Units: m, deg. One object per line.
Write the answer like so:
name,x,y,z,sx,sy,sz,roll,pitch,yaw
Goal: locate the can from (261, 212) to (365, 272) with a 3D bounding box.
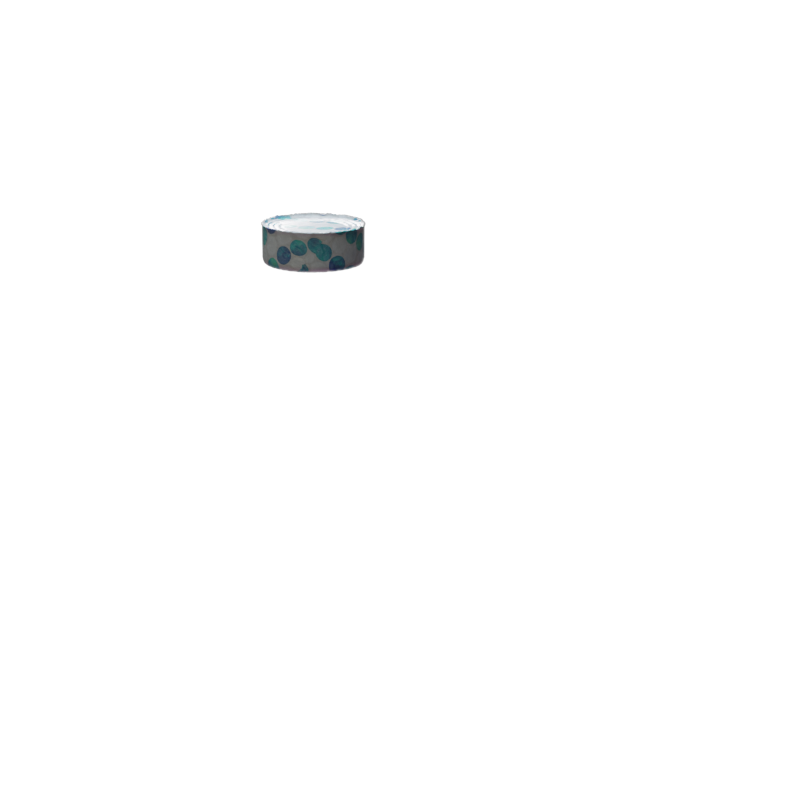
can,-0.072,-0.131,0.915,0.086,0.032,0.089,-1,19,-2
